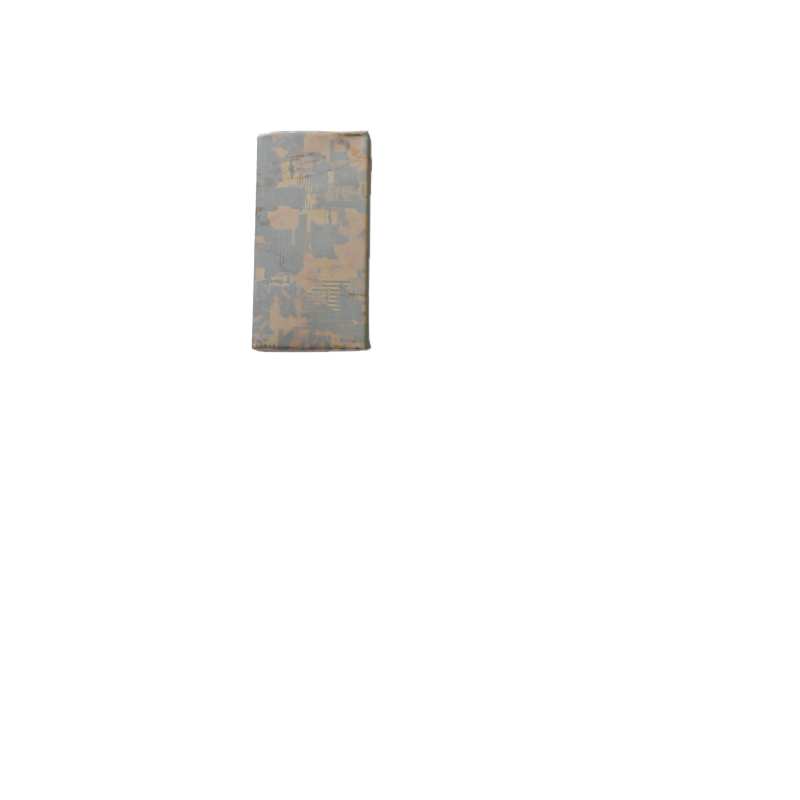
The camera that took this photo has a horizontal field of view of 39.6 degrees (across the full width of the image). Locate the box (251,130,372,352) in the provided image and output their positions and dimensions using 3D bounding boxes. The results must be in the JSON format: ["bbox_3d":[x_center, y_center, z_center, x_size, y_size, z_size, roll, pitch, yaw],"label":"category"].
[{"bbox_3d":[-0.070,-0.127,0.891,0.094,0.179,0.047,-1,-6,6],"label":"box"}]
